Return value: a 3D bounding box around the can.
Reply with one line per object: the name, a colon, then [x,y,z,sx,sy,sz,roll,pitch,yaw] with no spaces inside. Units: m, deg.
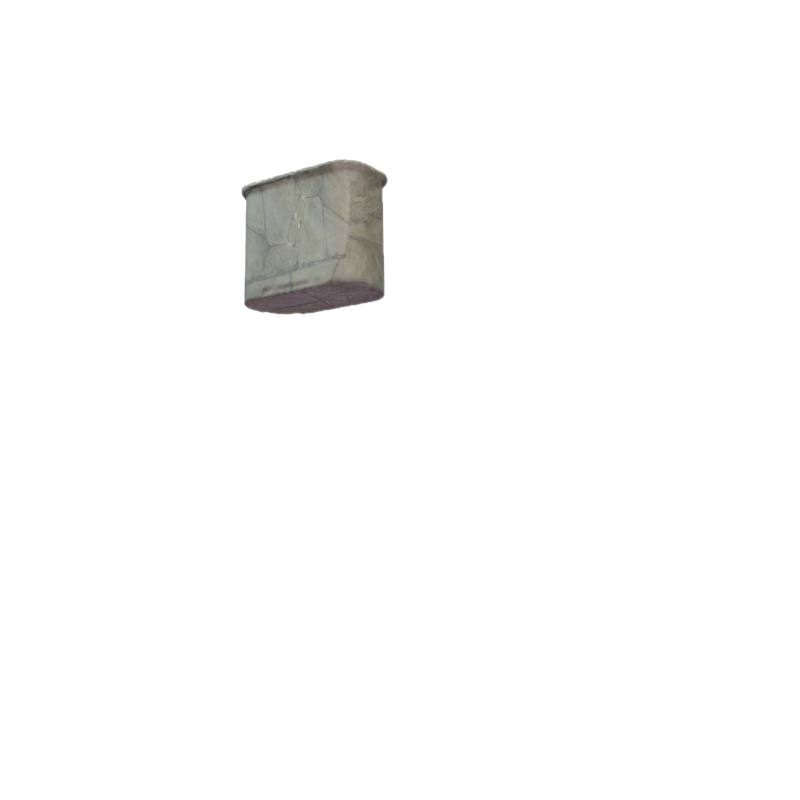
can: [-0.059,-0.107,0.749,0.104,0.087,0.054,-10,-18,33]
